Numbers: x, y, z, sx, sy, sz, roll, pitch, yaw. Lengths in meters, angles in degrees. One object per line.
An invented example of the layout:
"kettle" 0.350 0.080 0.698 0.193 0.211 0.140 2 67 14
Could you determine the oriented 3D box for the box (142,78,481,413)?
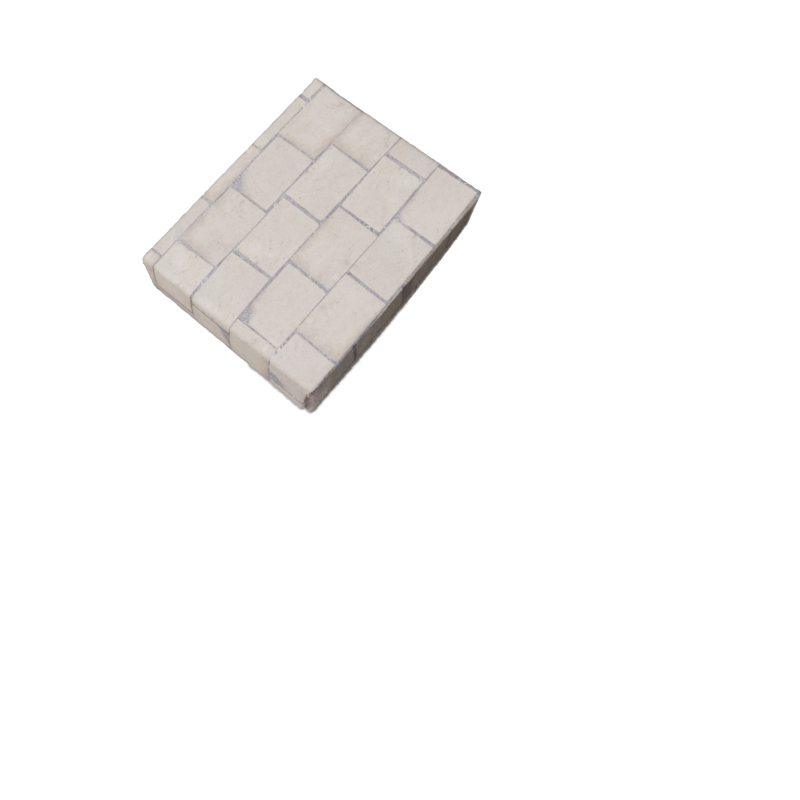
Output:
"box" -0.036 -0.066 0.462 0.093 0.115 0.037 36 -19 14
